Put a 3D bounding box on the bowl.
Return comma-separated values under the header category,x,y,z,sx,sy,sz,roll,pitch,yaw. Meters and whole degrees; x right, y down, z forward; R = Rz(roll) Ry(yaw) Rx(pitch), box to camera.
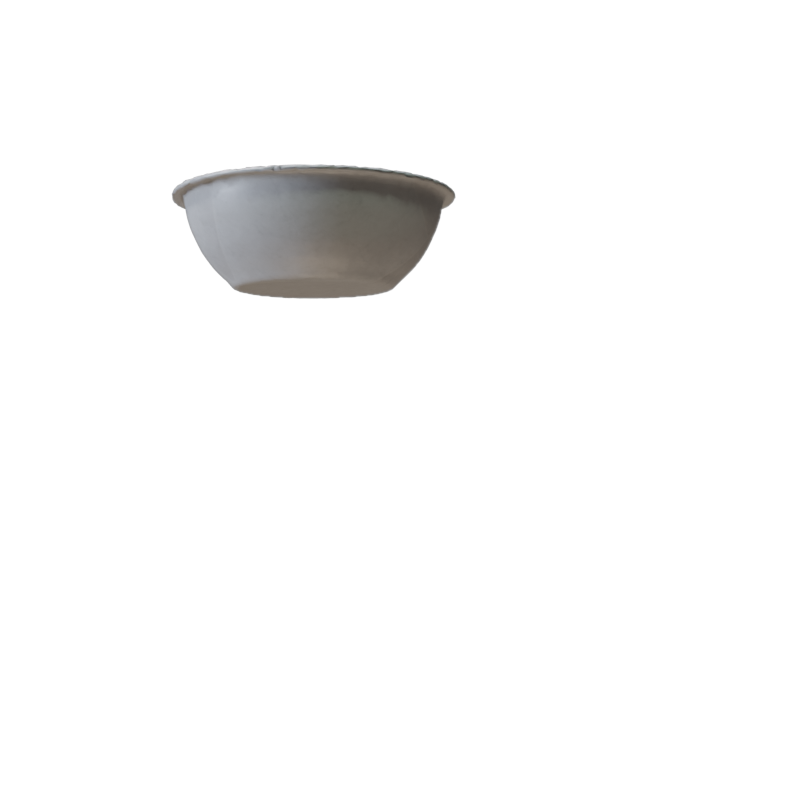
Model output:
category,x,y,z,sx,sy,sz,roll,pitch,yaw
bowl,-0.049,-0.090,0.630,0.162,0.056,0.160,0,-3,-2
